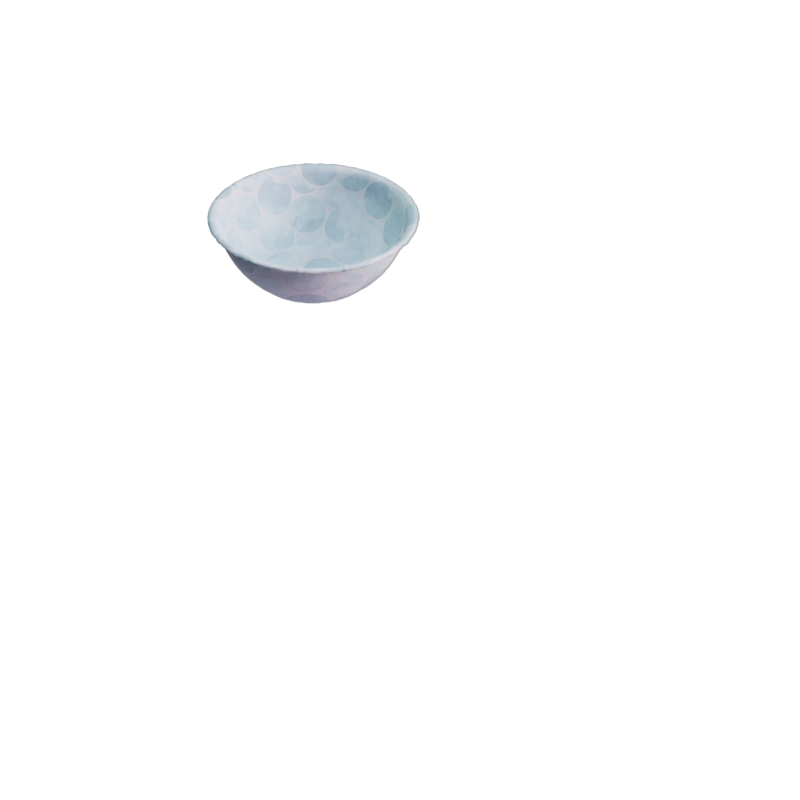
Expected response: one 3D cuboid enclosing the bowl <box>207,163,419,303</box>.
[{"bbox_3d":[-0.067,-0.123,0.860,0.162,0.051,0.173,-1,37,-2],"label":"bowl"}]
